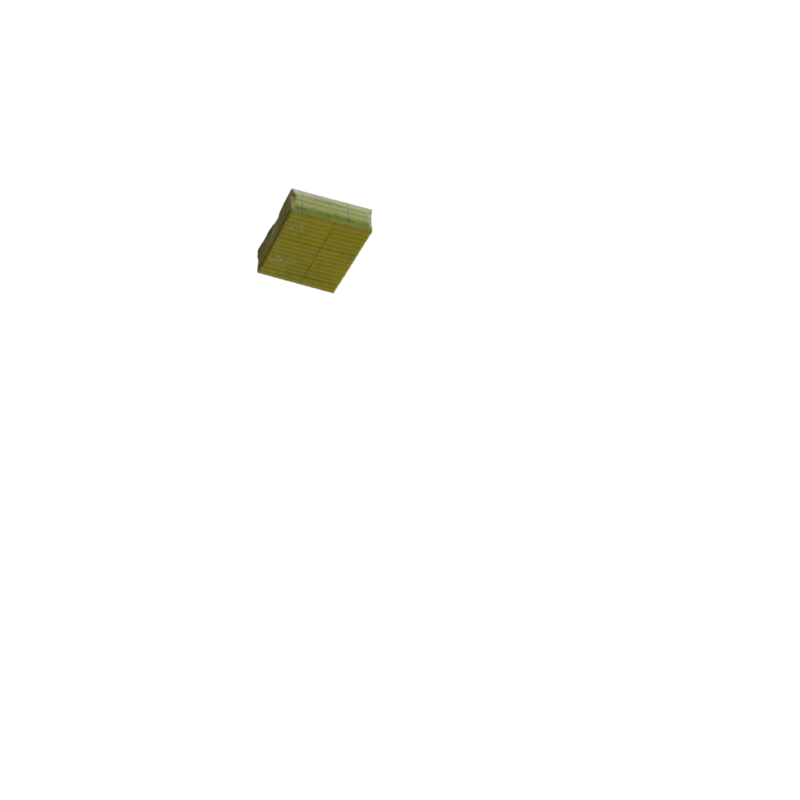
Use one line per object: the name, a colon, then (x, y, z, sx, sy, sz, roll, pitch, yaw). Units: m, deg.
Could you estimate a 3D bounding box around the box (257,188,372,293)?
box: (-0.074, -0.135, 0.945, 0.071, 0.032, 0.086, 14, -39, -19)
